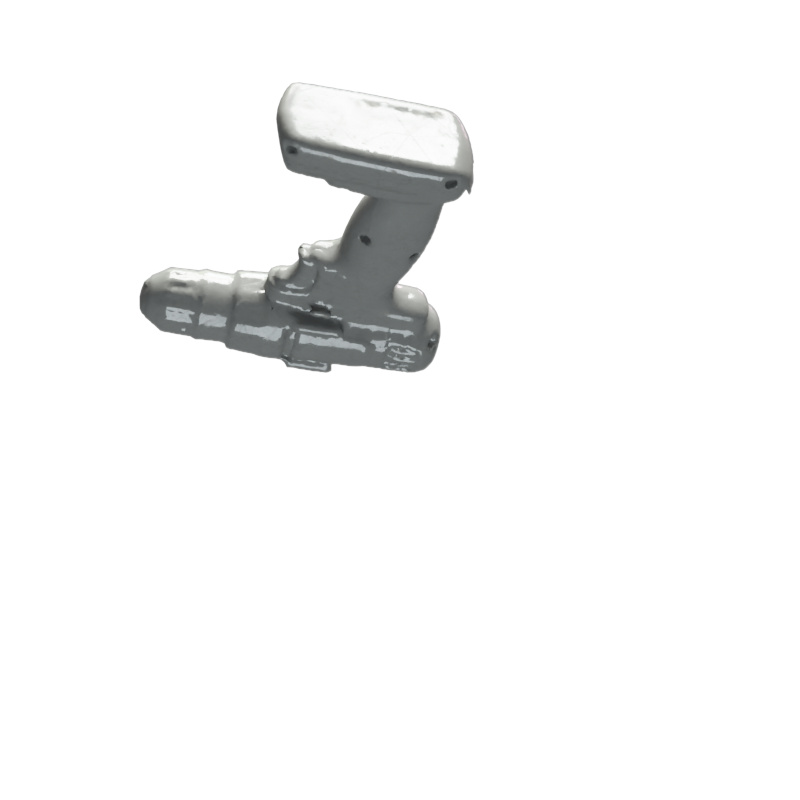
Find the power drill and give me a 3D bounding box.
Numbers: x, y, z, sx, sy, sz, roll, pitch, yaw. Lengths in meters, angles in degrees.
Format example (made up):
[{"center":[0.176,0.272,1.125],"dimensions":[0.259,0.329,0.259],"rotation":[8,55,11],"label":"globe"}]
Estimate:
[{"center":[-0.049,-0.090,0.630],"dimensions":[0.181,0.062,0.178],"rotation":[8,-38,-11],"label":"power drill"}]
